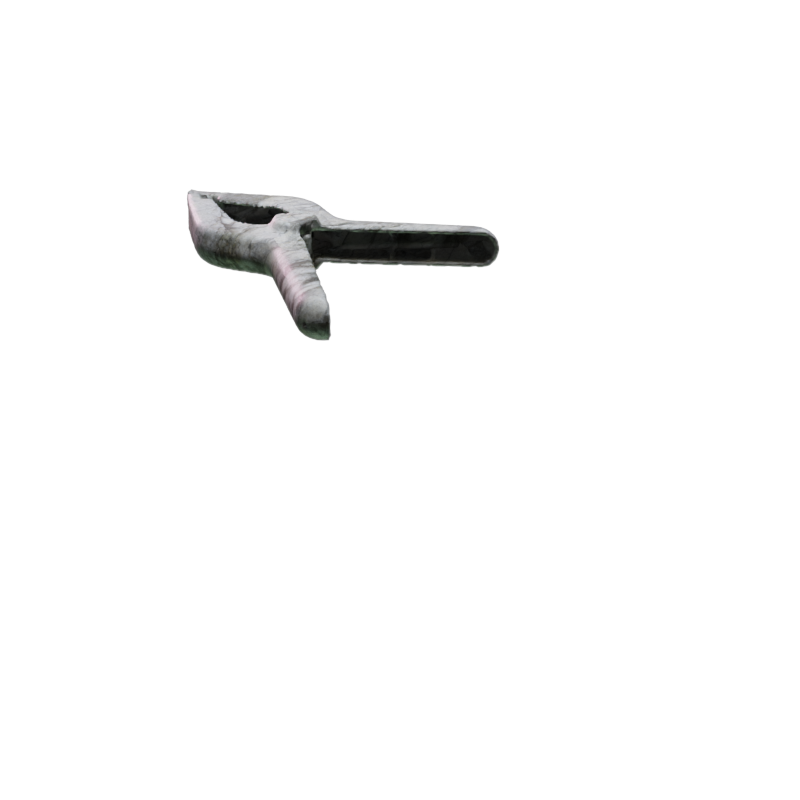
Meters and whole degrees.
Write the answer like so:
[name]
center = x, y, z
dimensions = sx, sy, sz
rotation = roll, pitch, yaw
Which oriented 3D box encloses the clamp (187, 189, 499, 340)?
[clamp]
center = -0.055, -0.101, 0.705
dimensions = 0.162, 0.035, 0.224
rotation = -21, 33, -36
